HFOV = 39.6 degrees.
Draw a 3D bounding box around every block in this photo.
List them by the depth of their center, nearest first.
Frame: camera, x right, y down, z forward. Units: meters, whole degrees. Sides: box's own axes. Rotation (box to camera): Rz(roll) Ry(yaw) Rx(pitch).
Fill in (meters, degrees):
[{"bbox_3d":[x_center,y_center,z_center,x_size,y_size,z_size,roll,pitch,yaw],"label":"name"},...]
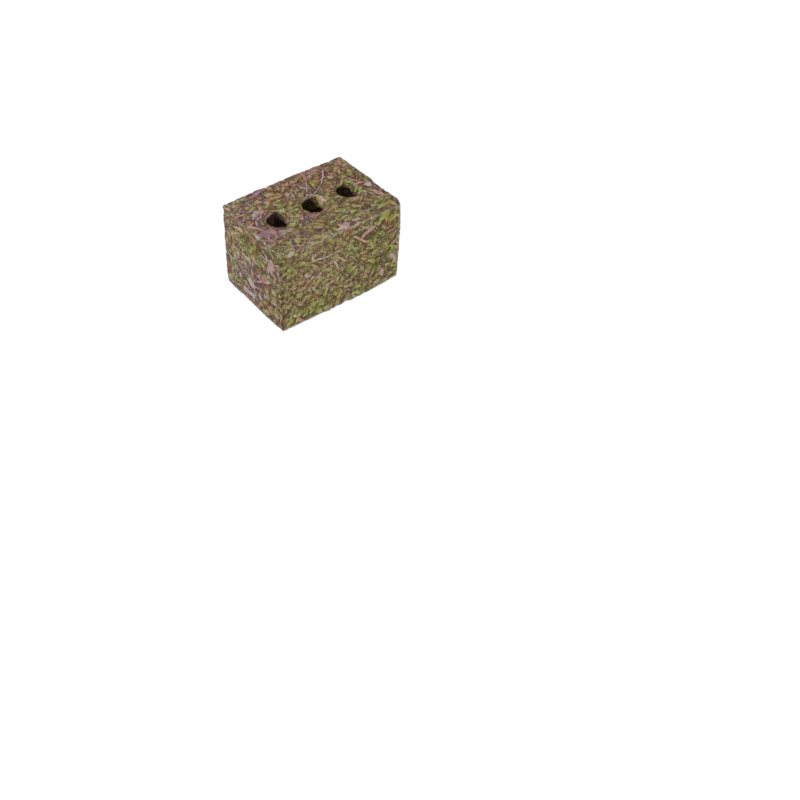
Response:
[{"bbox_3d":[-0.045,-0.082,0.576,0.078,0.048,0.057,-28,50,-28],"label":"block"}]
